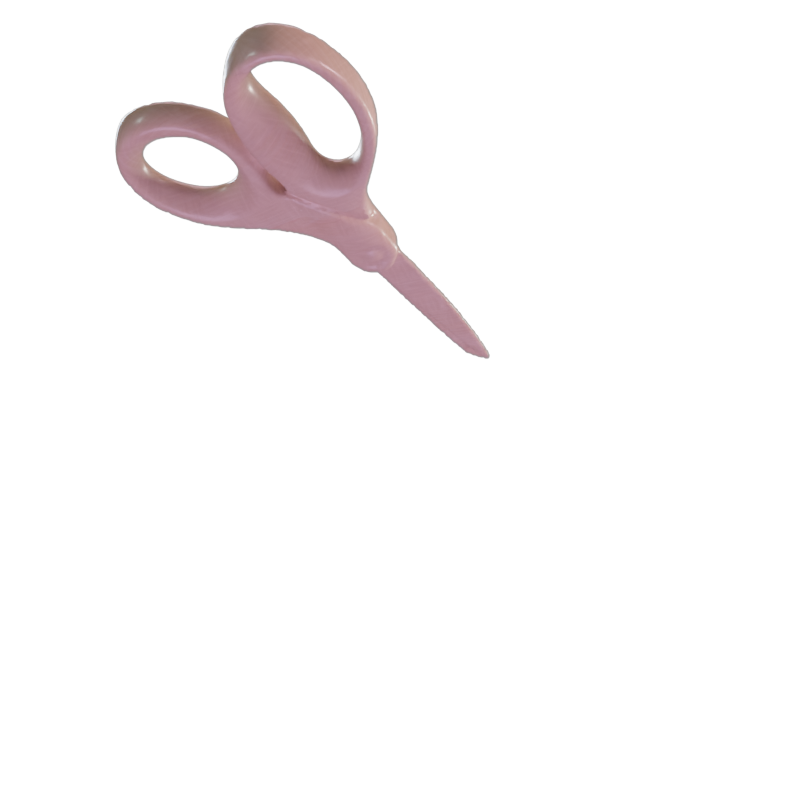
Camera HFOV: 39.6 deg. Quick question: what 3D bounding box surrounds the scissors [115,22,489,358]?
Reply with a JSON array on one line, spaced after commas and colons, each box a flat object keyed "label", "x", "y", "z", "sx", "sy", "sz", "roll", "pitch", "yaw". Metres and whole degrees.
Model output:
[{"label": "scissors", "x": -0.032, "y": -0.058, "z": 0.406, "sx": 0.097, "sy": 0.017, "sz": 0.186, "roll": -8, "pitch": -32, "yaw": 13}]
